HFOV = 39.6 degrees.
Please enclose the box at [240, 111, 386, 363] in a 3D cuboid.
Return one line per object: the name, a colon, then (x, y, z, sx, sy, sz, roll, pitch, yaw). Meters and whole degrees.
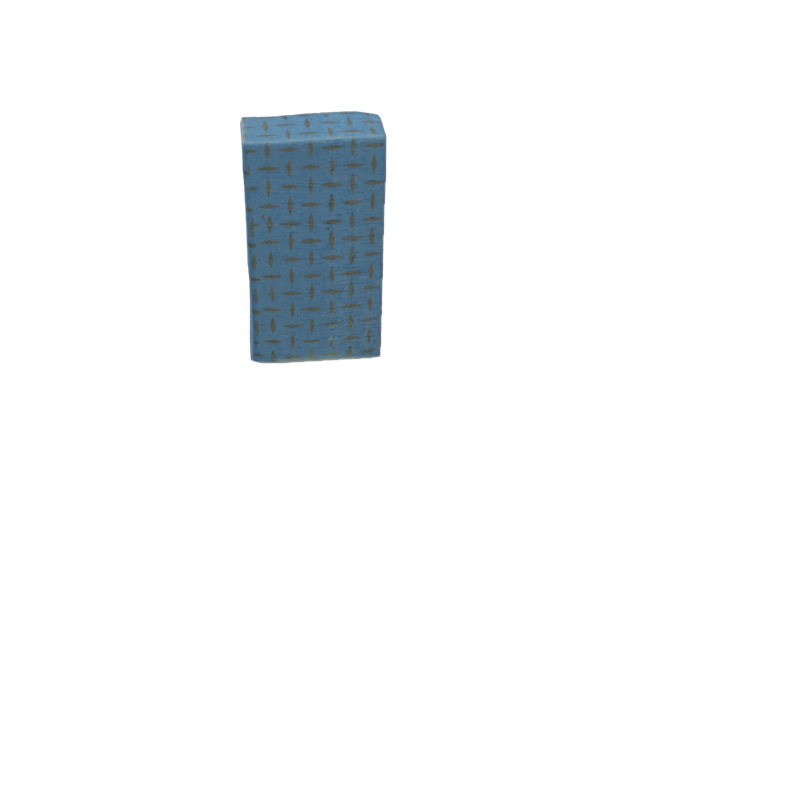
box: (-0.058, -0.107, 0.749, 0.093, 0.165, 0.051, -2, 32, -7)
